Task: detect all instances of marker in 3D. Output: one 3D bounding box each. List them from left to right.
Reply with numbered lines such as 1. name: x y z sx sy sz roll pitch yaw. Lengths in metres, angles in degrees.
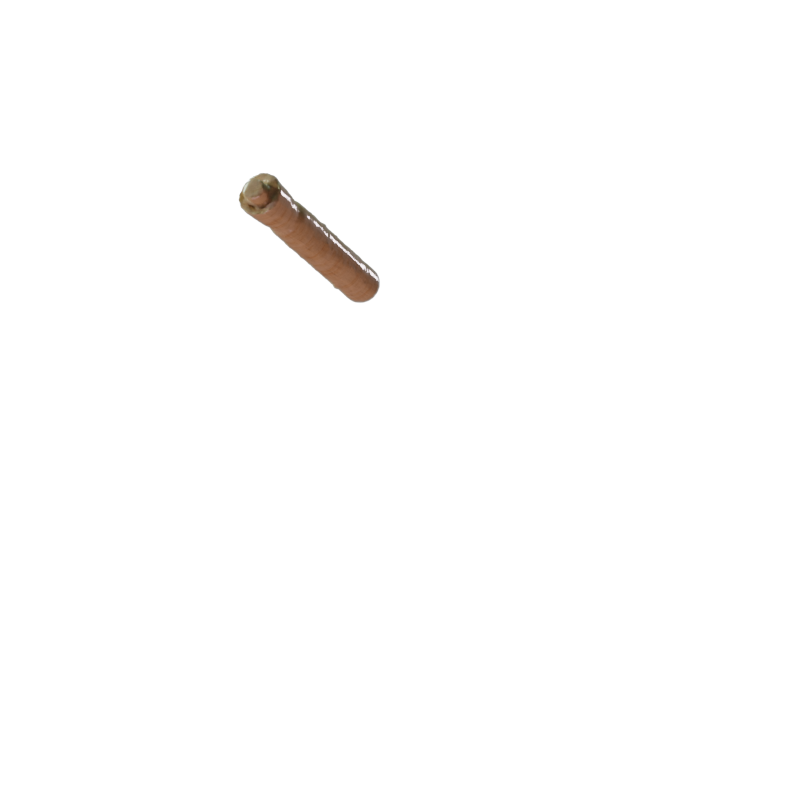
1. marker: -0.039 -0.071 0.496 0.020 0.020 0.113 2 -14 22
